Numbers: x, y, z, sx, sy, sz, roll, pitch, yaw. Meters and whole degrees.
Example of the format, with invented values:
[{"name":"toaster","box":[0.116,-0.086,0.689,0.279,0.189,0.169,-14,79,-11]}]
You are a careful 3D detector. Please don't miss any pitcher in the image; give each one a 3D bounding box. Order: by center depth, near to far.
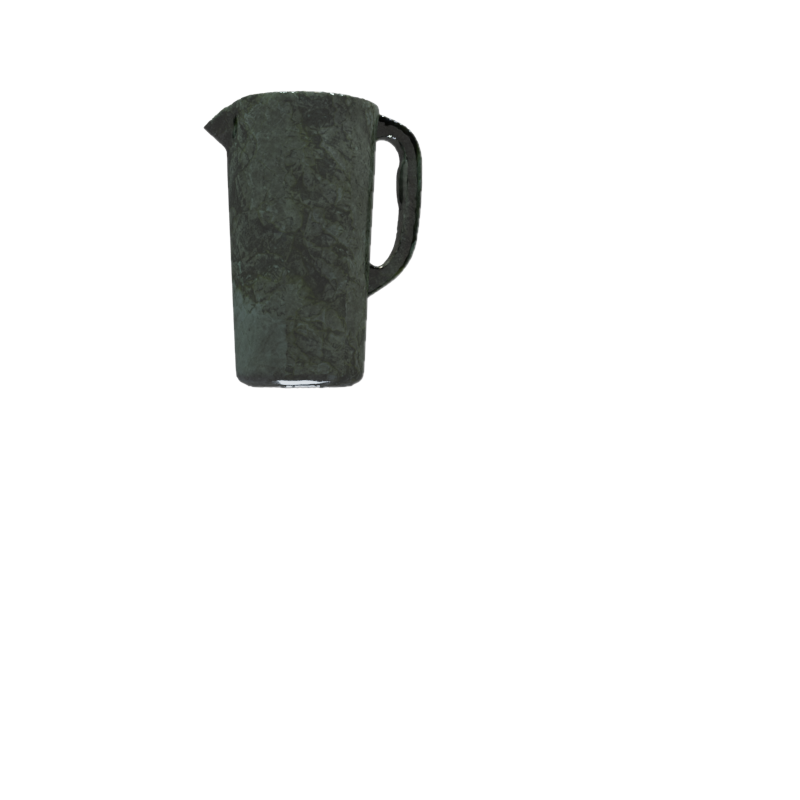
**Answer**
[{"name":"pitcher","box":[-0.074,-0.134,0.940,0.154,0.246,0.139,-2,-3,29]}]
